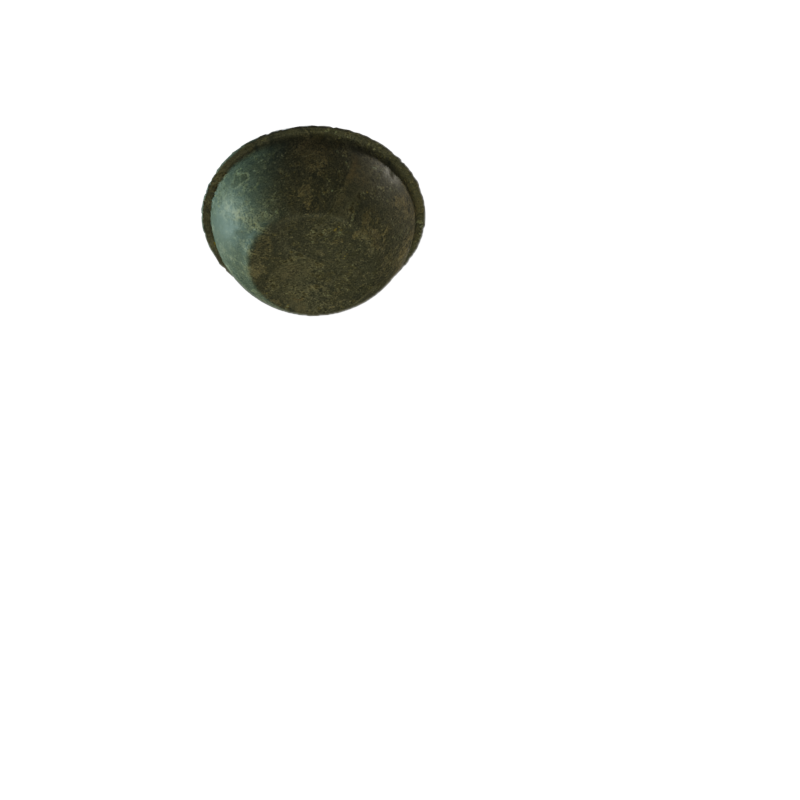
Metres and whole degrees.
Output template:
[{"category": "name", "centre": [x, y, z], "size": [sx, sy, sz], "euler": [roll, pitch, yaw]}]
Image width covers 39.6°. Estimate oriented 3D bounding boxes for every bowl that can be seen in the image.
[{"category": "bowl", "centre": [-0.061, -0.112, 0.782], "size": [0.162, 0.151, 0.059], "euler": [1, 42, -1]}]
